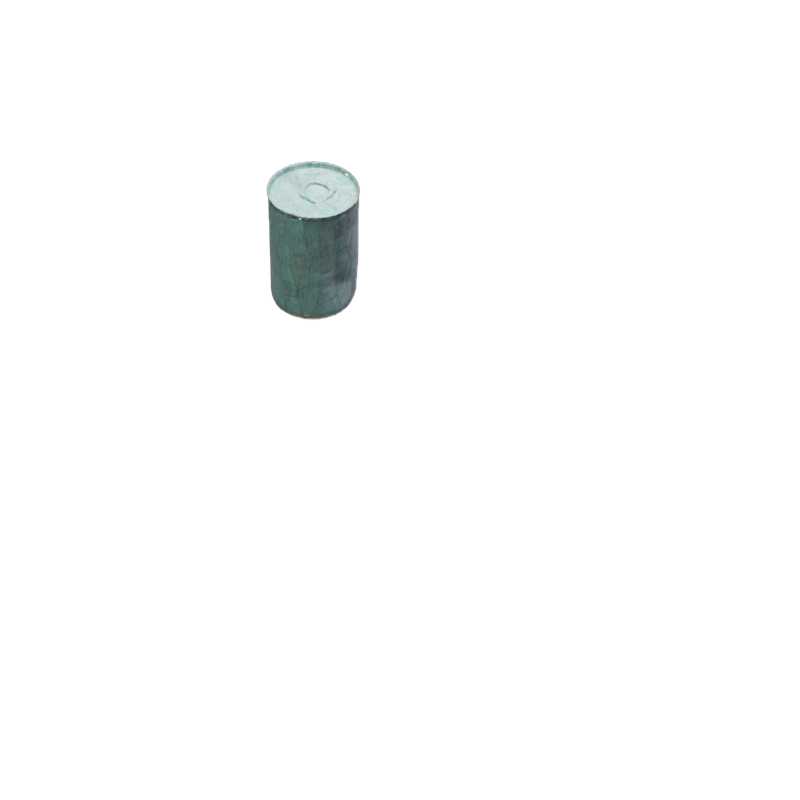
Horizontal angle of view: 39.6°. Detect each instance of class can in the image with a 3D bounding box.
[{"bbox_3d":[-0.065,-0.119,0.836,0.068,0.095,0.074,0,44,-3],"label":"can"}]
